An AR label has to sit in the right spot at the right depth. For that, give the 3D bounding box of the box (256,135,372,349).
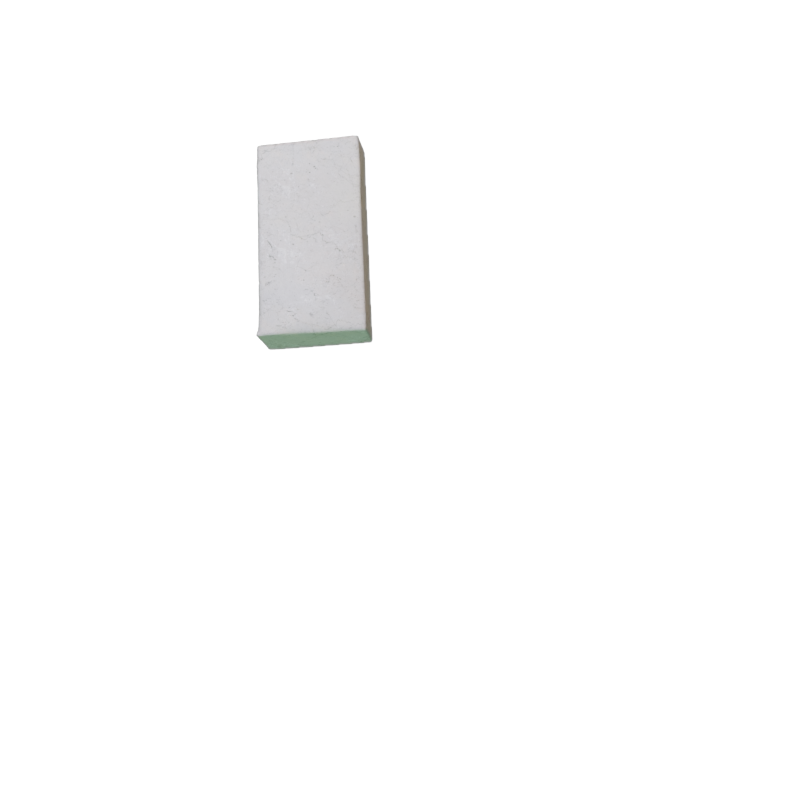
[{"bbox_3d":[-0.074,-0.136,0.950,0.094,0.185,0.045,-5,-22,9],"label":"box"}]
